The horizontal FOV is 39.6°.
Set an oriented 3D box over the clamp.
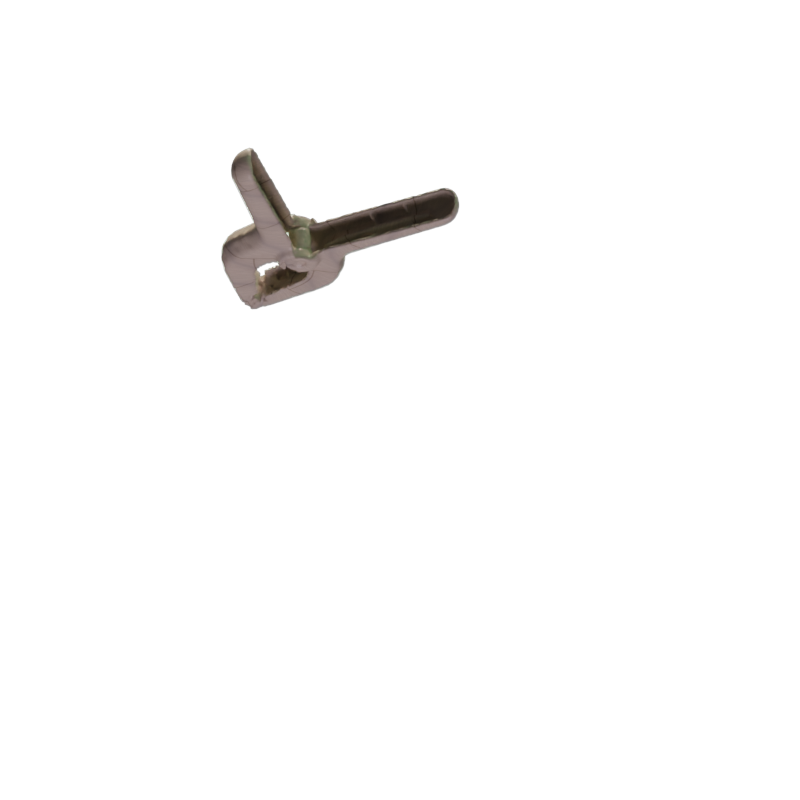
[{"bbox_3d":[-0.064,-0.117,0.817,0.160,0.038,0.205,7,-21,-18],"label":"clamp"}]
